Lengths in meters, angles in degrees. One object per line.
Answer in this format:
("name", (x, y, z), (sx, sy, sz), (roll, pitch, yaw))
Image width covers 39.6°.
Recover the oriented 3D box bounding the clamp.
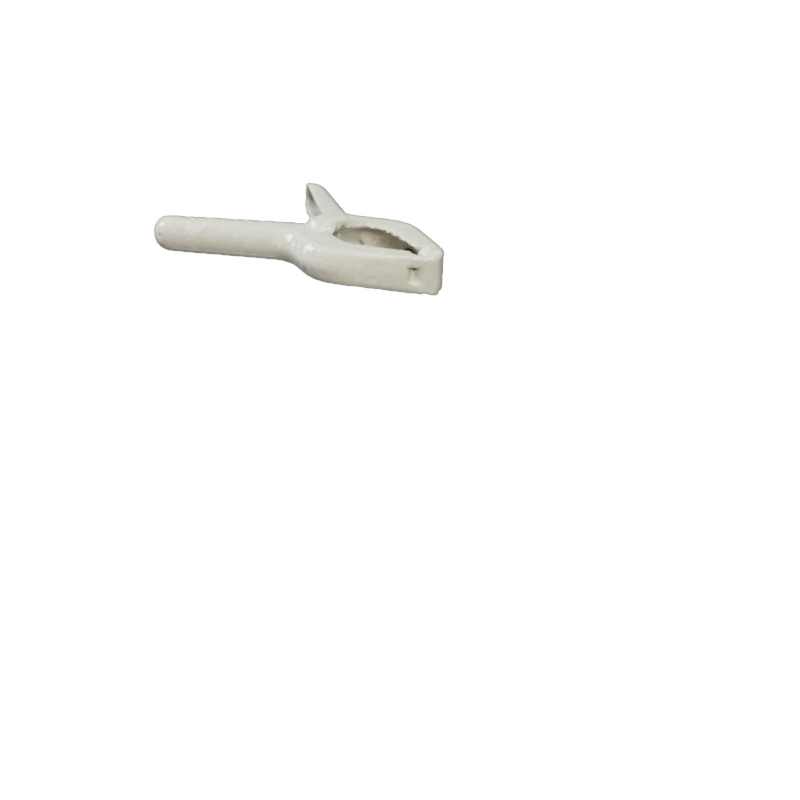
("clamp", (-0.061, -0.112, 0.782), (0.162, 0.035, 0.224), (-19, 31, -35))
